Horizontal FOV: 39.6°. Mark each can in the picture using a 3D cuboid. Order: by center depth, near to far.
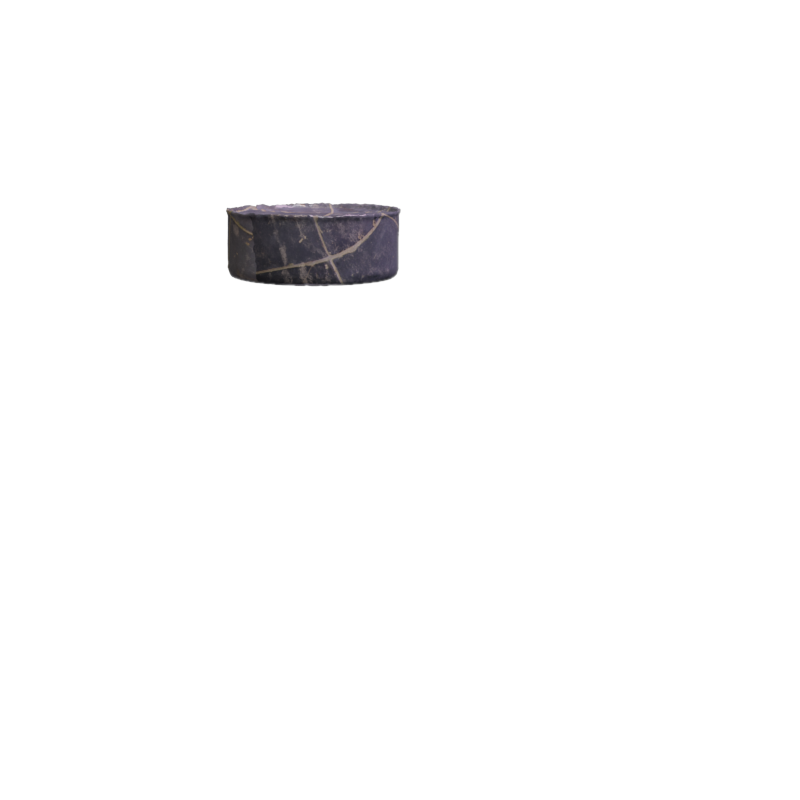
[{"bbox_3d":[-0.043,-0.078,0.547,0.086,0.033,0.088,0,13,-2],"label":"can"}]
